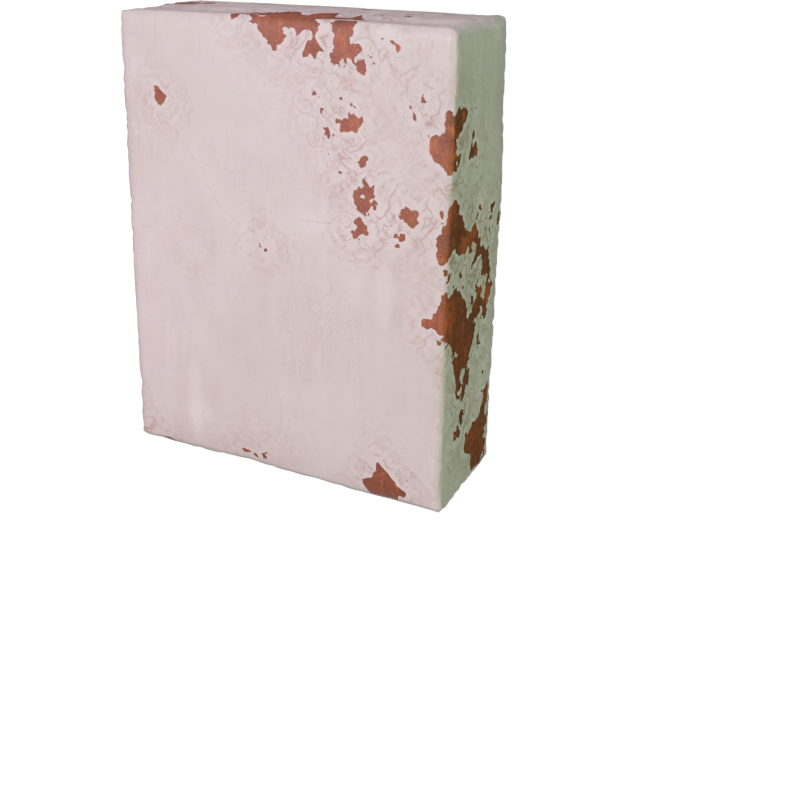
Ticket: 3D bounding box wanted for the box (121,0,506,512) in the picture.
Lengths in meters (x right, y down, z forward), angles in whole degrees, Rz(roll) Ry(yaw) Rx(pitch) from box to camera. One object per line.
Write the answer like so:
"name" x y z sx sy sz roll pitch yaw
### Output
"box" -0.041 -0.074 0.518 0.171 0.205 0.072 11 22 25
